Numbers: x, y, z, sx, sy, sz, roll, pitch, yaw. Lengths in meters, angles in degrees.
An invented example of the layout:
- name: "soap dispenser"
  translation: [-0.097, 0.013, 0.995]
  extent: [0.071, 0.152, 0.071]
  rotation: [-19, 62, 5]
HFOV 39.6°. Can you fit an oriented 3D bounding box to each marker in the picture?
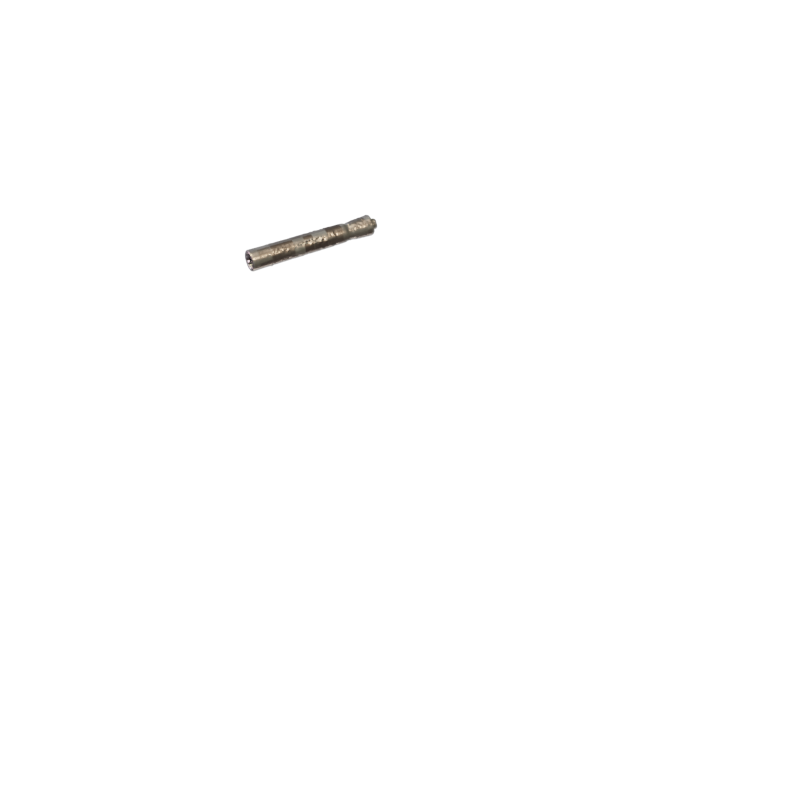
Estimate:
- name: "marker"
  translation: [-0.075, -0.136, 0.953]
  extent: [0.120, 0.019, 0.020]
  rotation: [-20, 11, -21]
